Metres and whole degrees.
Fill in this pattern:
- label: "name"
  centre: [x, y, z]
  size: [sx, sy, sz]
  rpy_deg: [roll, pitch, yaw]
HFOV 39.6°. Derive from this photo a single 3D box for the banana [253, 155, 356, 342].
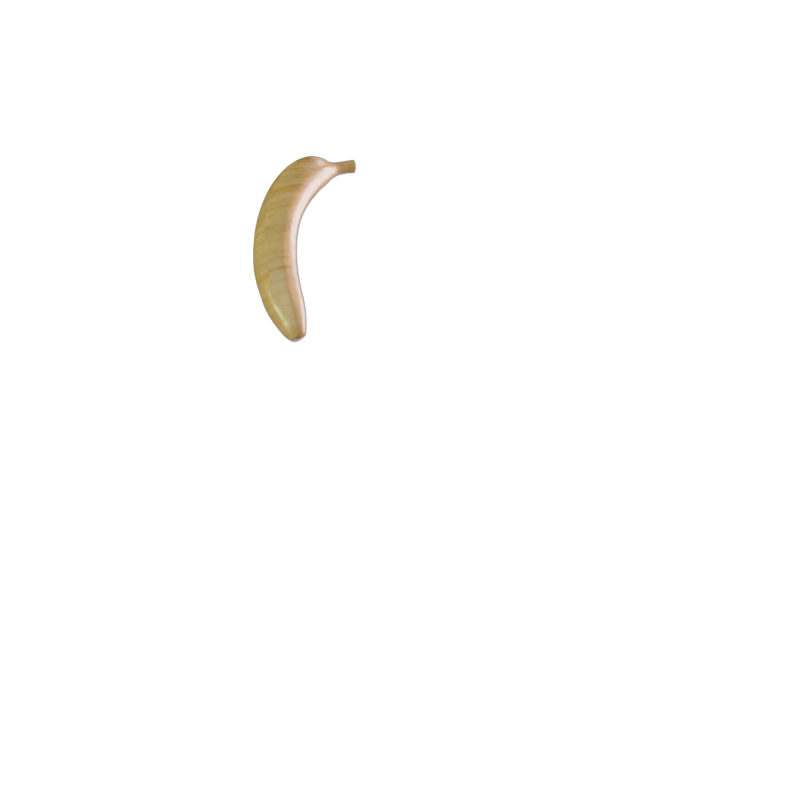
- label: "banana"
  centre: [-0.092, -0.143, 0.953]
  size: [0.070, 0.208, 0.034]
  rpy_deg: [11, -31, 5]
